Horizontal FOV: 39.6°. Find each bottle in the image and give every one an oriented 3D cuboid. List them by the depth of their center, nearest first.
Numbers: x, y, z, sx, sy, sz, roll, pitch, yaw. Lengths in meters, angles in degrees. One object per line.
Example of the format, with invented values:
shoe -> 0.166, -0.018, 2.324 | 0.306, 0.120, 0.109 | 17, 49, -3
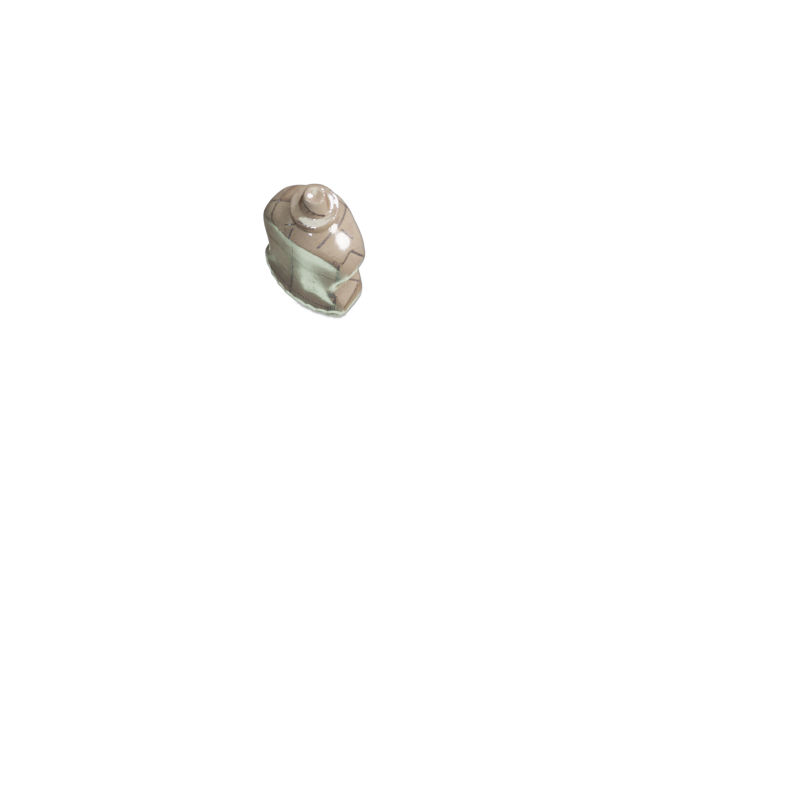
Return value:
bottle -> -0.076, -0.139, 0.974 | 0.099, 0.059, 0.184 | 39, -15, 8
